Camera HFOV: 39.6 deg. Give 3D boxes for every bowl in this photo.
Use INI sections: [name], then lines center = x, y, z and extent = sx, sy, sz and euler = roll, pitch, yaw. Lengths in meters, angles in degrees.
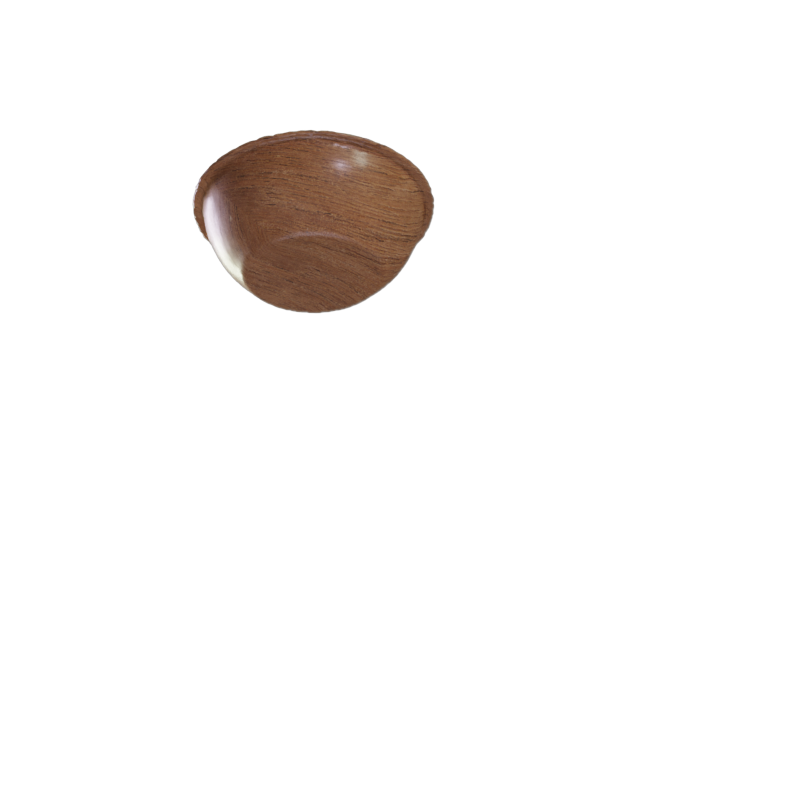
[bowl]
center = -0.057, -0.104, 0.726
extent = 0.162, 0.059, 0.152
euler = 1, -31, -2
